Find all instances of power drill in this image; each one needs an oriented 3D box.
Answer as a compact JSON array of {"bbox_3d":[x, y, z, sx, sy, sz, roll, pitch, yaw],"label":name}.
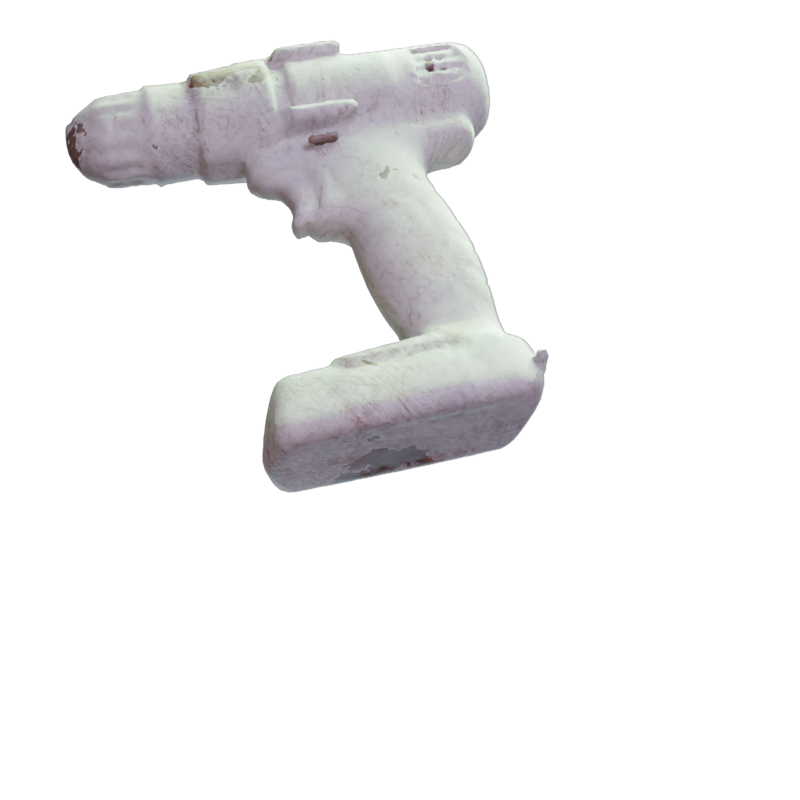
[{"bbox_3d":[-0.035,-0.064,0.445,0.183,0.201,0.054,-11,-30,-7],"label":"power drill"}]
